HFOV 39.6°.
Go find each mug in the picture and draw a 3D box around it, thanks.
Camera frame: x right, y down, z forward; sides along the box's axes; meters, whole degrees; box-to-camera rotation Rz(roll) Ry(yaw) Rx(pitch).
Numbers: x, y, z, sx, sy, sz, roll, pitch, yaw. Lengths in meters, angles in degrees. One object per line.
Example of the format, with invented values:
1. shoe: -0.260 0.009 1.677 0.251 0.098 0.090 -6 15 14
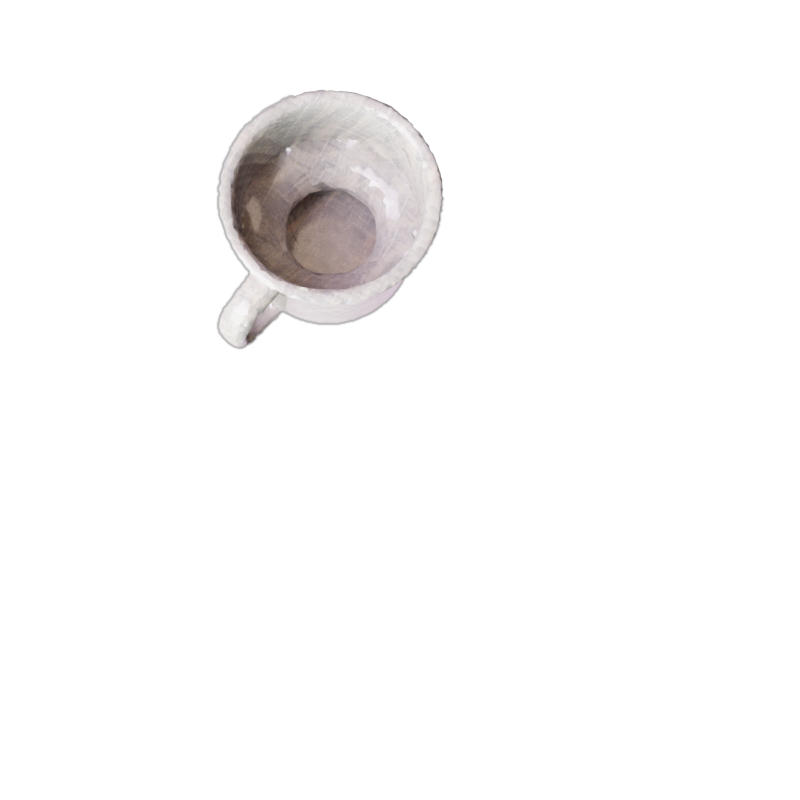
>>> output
1. mug: -0.039 -0.070 0.493 0.095 0.119 0.079 35 -11 5
